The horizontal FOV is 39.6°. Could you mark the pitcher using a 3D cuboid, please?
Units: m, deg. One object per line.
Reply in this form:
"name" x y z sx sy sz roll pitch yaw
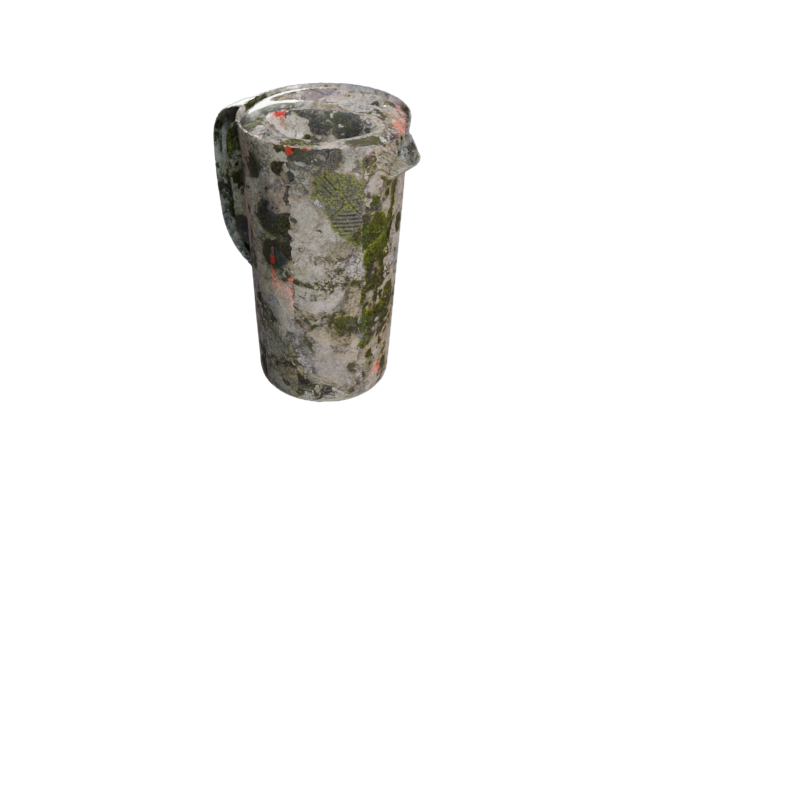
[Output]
"pitcher" -0.070 -0.128 0.896 0.143 0.228 0.160 -5 32 -11
